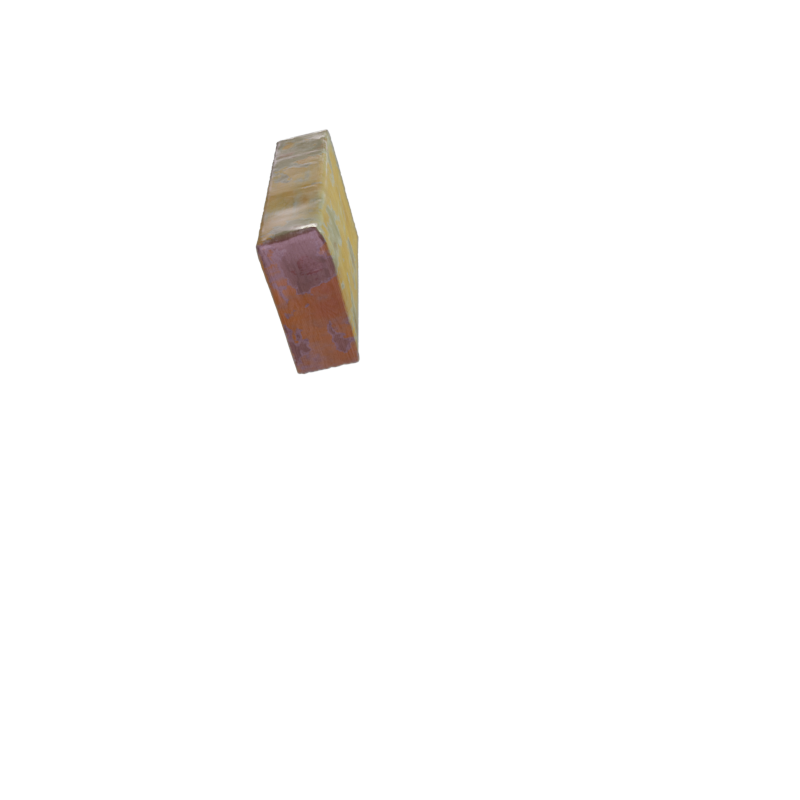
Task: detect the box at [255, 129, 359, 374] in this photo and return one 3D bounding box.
[{"bbox_3d":[-0.057,-0.104,0.727,0.048,0.088,0.187,-14,29,4],"label":"box"}]
